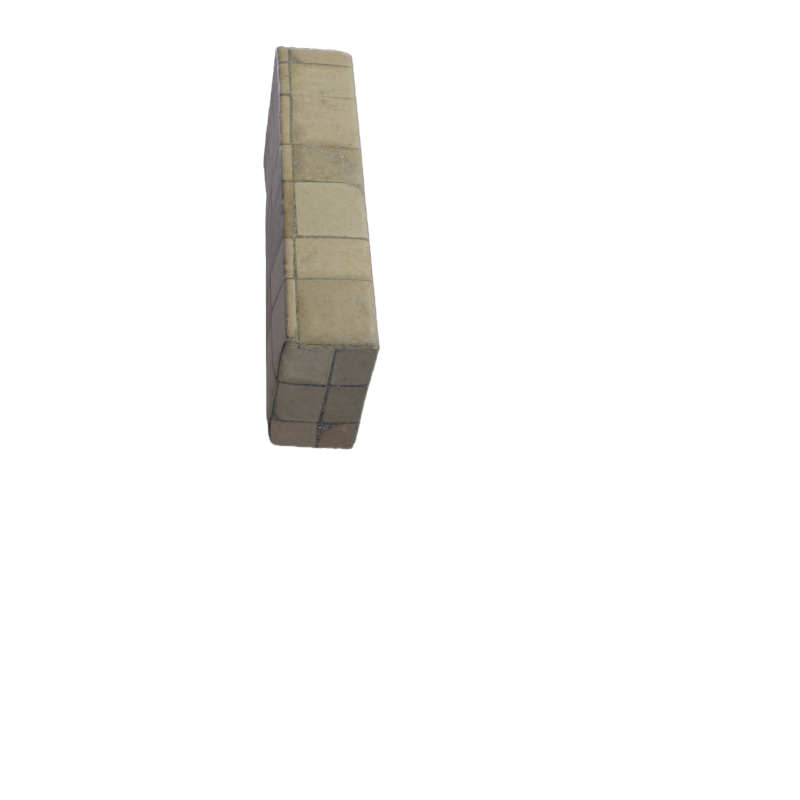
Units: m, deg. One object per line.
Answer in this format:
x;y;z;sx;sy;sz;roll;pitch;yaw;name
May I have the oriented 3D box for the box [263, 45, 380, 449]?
-0.041;-0.076;0.531;0.047;0.189;0.088;3;-34;-9;box
